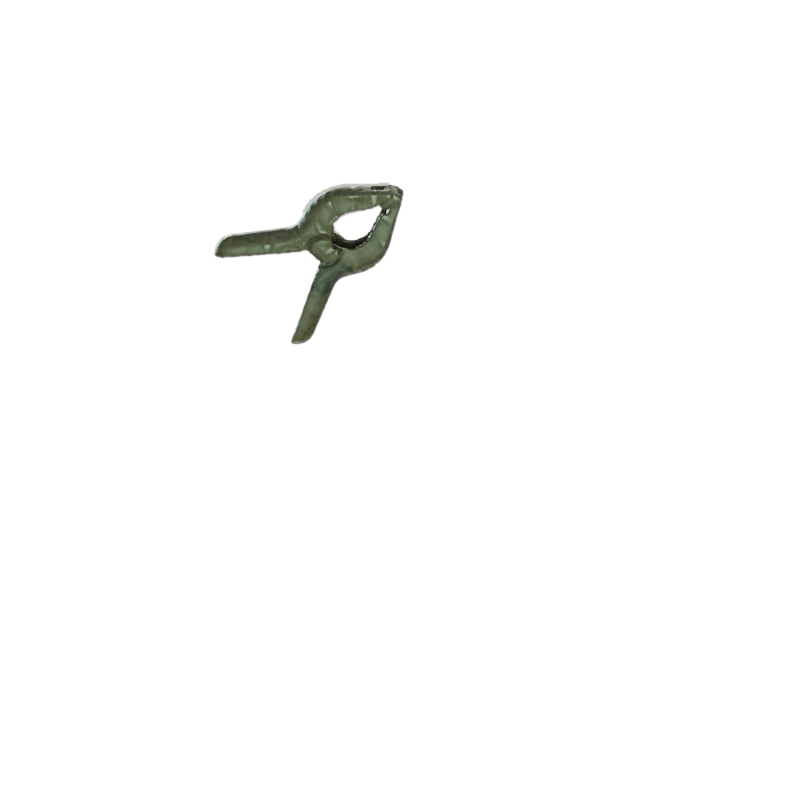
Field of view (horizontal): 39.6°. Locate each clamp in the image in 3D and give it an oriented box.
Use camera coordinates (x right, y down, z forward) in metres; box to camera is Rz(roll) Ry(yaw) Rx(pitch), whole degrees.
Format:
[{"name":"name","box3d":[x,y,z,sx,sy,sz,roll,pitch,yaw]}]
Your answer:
[{"name":"clamp","box3d":[-0.076,-0.138,0.967,0.115,0.169,0.041,40,18,-17]}]
